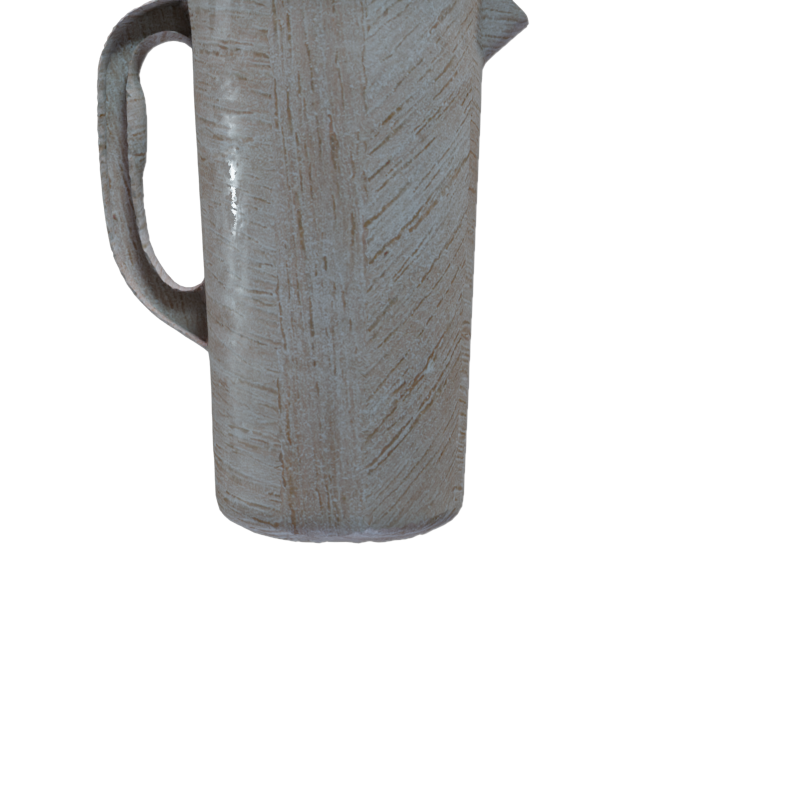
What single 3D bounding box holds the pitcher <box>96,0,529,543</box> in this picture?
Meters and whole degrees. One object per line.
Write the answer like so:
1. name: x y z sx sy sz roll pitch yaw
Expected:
1. pitcher: -0.038 -0.070 0.487 0.155 0.244 0.139 0 0 45
